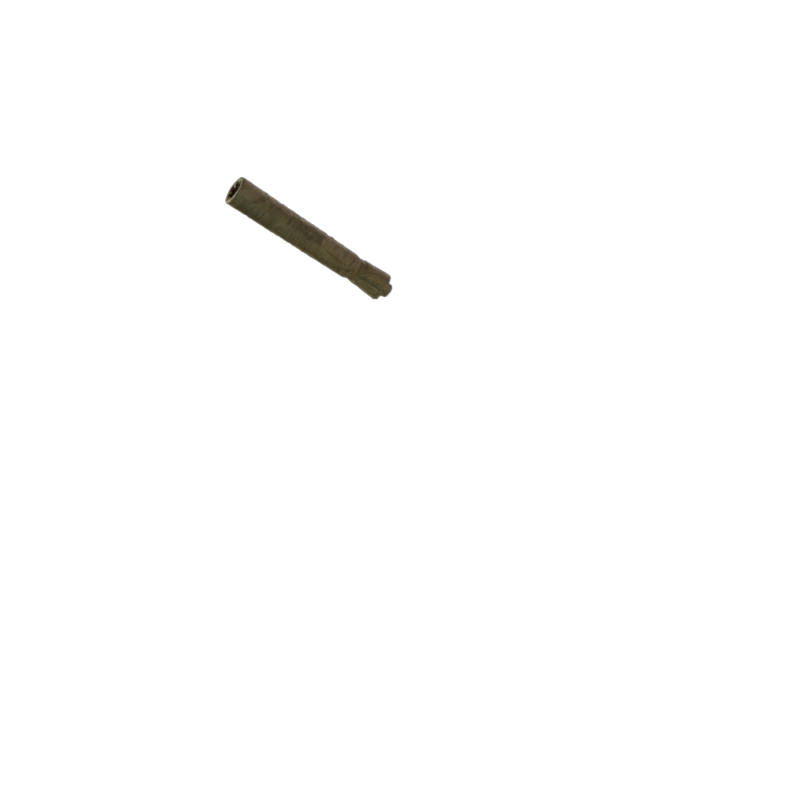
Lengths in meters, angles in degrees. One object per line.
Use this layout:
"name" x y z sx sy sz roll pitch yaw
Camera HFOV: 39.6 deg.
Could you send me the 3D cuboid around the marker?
"marker" -0.053 -0.097 0.681 0.115 0.020 0.020 32 -10 -21
